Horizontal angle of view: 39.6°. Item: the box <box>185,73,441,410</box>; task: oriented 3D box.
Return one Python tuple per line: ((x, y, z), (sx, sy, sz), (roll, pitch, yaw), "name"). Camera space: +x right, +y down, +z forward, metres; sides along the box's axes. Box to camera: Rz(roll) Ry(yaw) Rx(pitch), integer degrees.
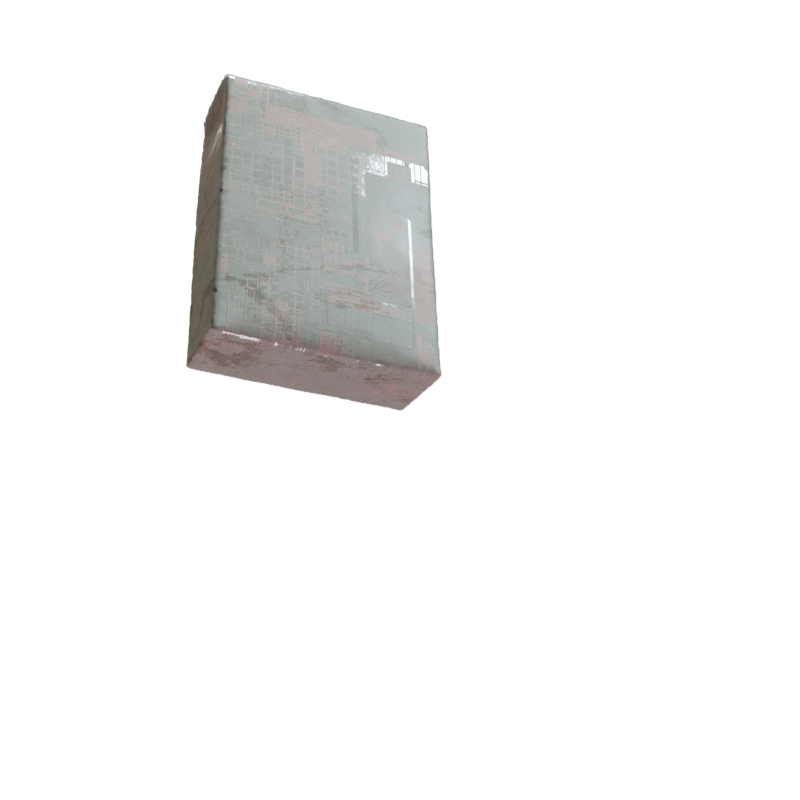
((-0.062, -0.113, 0.789), (0.159, 0.228, 0.070), (10, -33, -20), "box")
